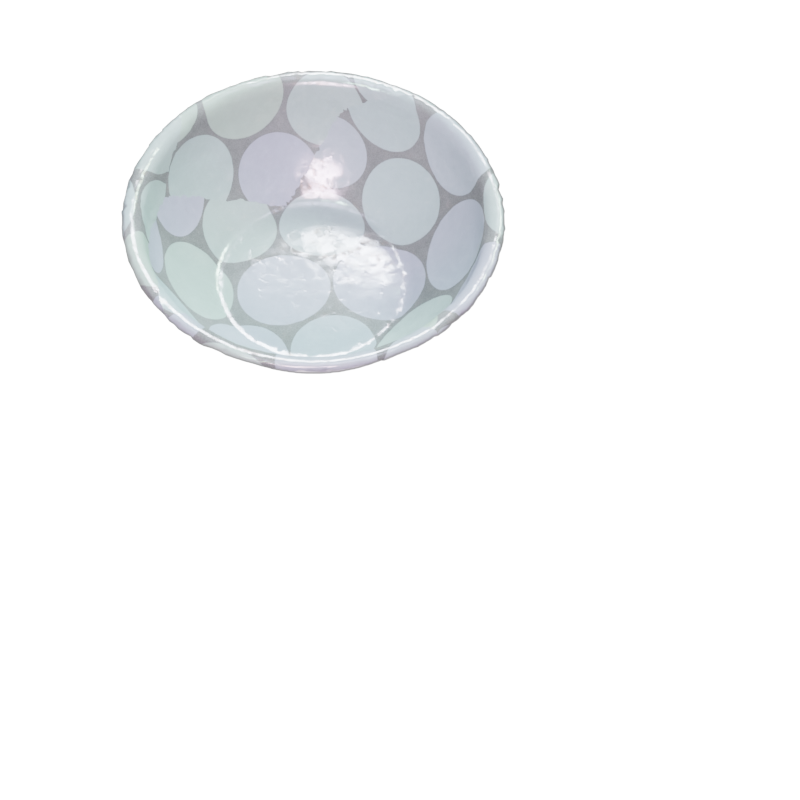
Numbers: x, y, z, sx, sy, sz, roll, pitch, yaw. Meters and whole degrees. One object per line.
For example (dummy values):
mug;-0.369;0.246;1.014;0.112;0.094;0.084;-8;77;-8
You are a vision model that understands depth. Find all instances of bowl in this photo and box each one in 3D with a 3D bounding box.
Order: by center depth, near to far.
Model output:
bowl;-0.038;-0.070;0.489;0.162;0.173;0.051;-1;-35;-1
